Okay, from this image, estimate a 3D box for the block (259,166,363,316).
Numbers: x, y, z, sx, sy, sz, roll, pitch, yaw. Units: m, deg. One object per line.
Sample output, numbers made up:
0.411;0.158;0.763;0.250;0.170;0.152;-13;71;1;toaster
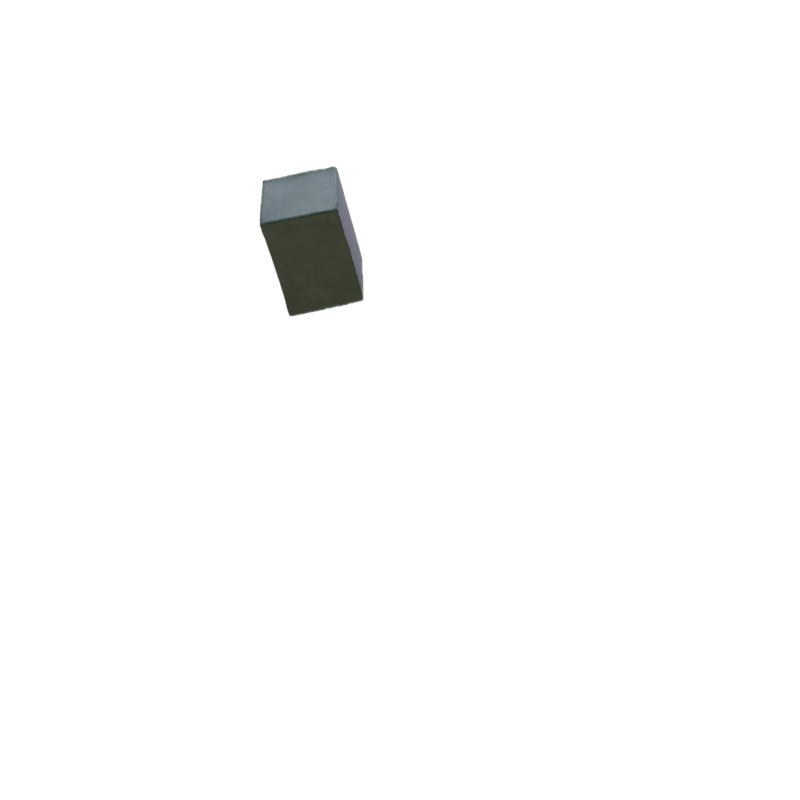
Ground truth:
-0.057;-0.104;0.729;0.053;0.072;0.055;-10;38;6;block
